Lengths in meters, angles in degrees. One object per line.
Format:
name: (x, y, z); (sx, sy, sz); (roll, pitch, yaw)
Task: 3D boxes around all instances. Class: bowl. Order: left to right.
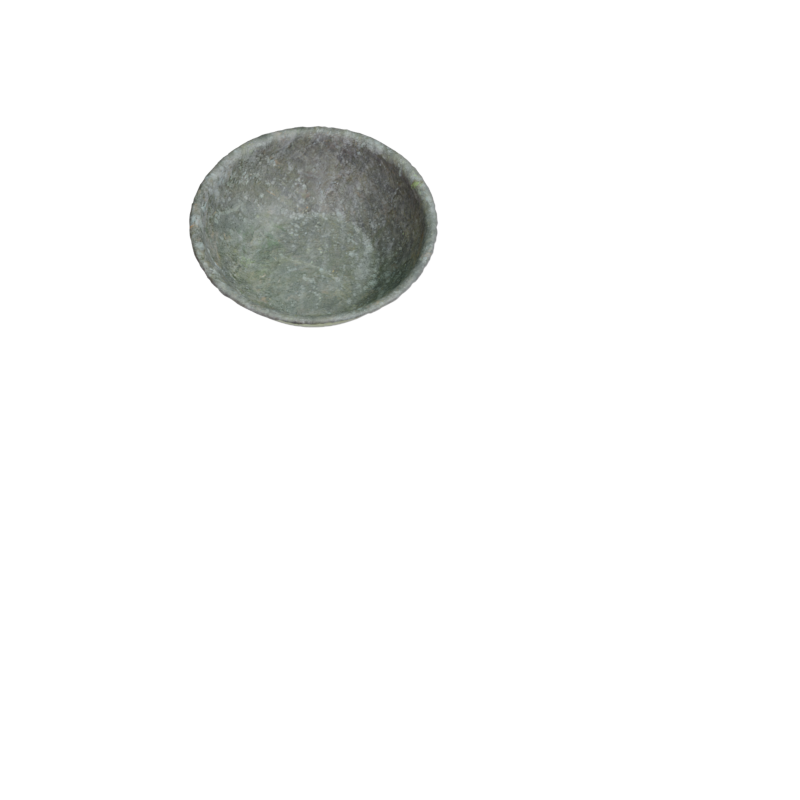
bowl: (-0.058, -0.106, 0.741); (0.162, 0.173, 0.051); (-1, -34, -1)
